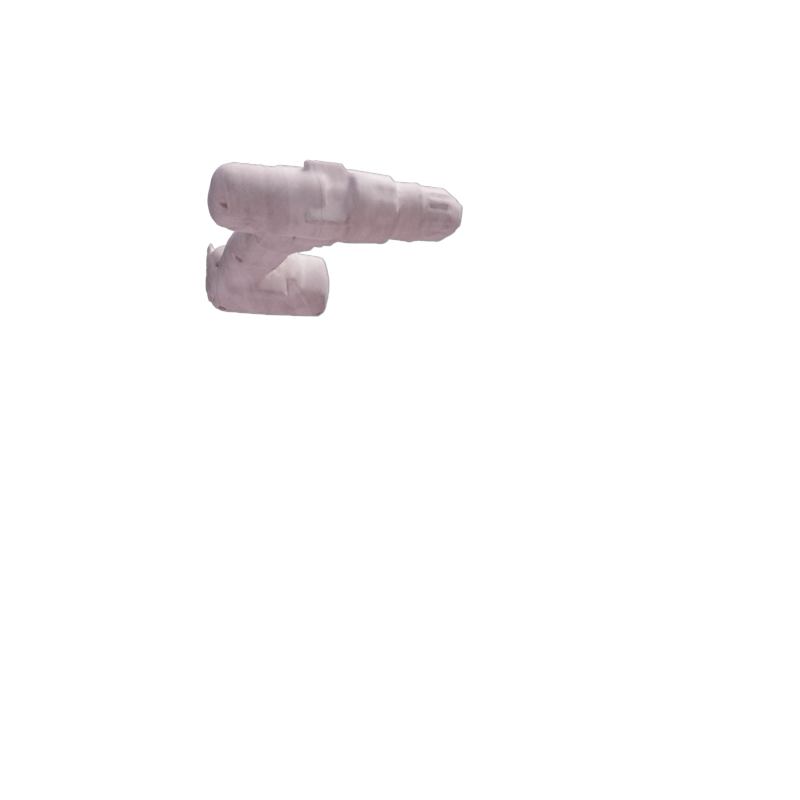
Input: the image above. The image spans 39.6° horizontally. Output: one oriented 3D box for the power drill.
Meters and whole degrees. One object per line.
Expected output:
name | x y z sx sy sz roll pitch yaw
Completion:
power drill | -0.066 -0.121 0.844 0.180 0.060 0.183 6 -20 -16
